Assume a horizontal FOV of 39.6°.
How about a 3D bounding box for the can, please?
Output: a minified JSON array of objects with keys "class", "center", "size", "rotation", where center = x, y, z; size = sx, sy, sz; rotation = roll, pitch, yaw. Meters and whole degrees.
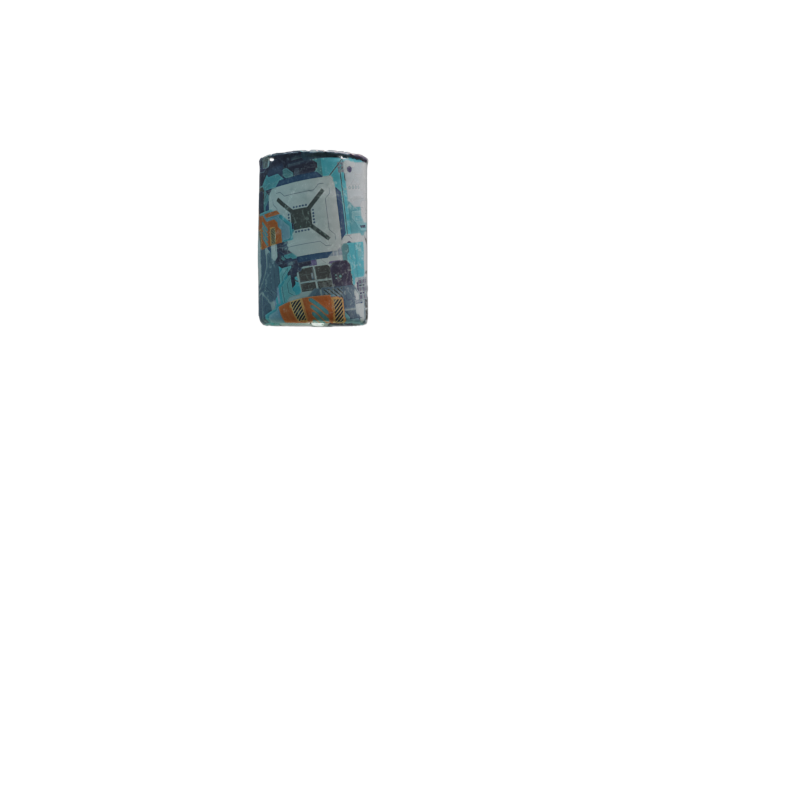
[{"class":"can","center":[-0.053,-0.097,0.680],"size":[0.068,0.104,0.068],"rotation":[0,-4,-2]}]
